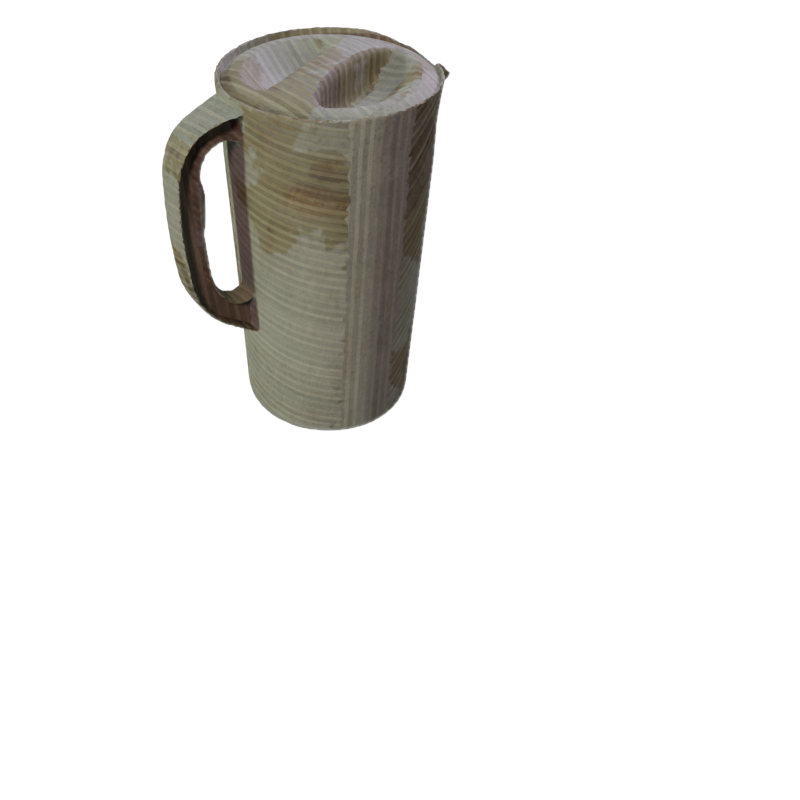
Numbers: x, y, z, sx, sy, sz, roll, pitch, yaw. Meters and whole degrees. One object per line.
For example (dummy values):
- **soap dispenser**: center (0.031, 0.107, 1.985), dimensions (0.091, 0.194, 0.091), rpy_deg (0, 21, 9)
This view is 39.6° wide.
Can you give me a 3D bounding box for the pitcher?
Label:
- **pitcher**: center (-0.055, -0.099, 0.696), dimensions (0.151, 0.227, 0.153), rpy_deg (7, 36, 7)
